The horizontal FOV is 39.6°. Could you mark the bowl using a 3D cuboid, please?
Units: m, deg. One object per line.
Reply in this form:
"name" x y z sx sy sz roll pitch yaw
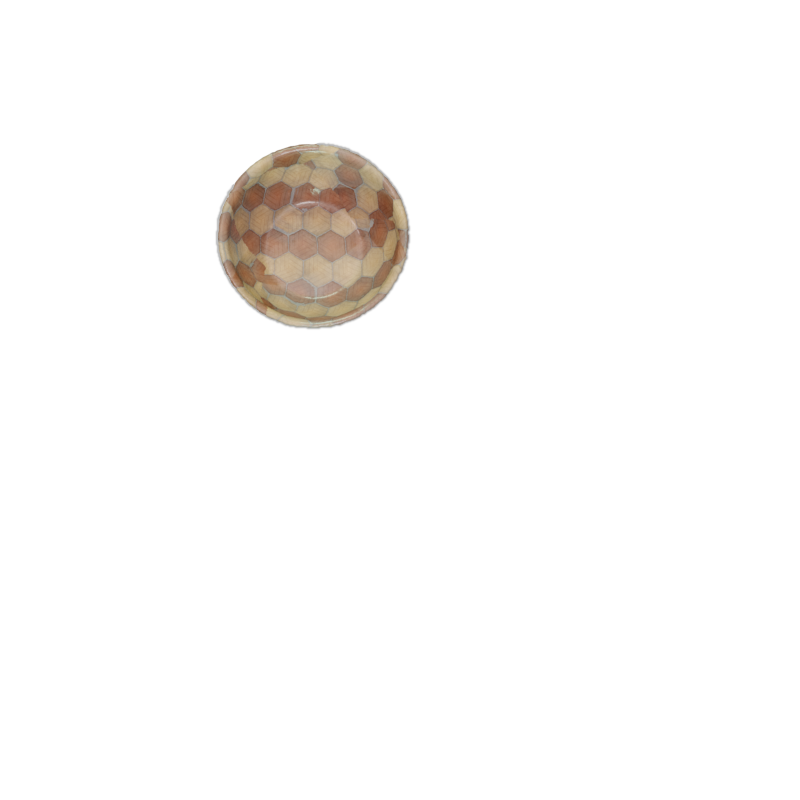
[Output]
"bowl" -0.075 -0.137 0.957 0.162 0.168 0.053 0 -14 -1
